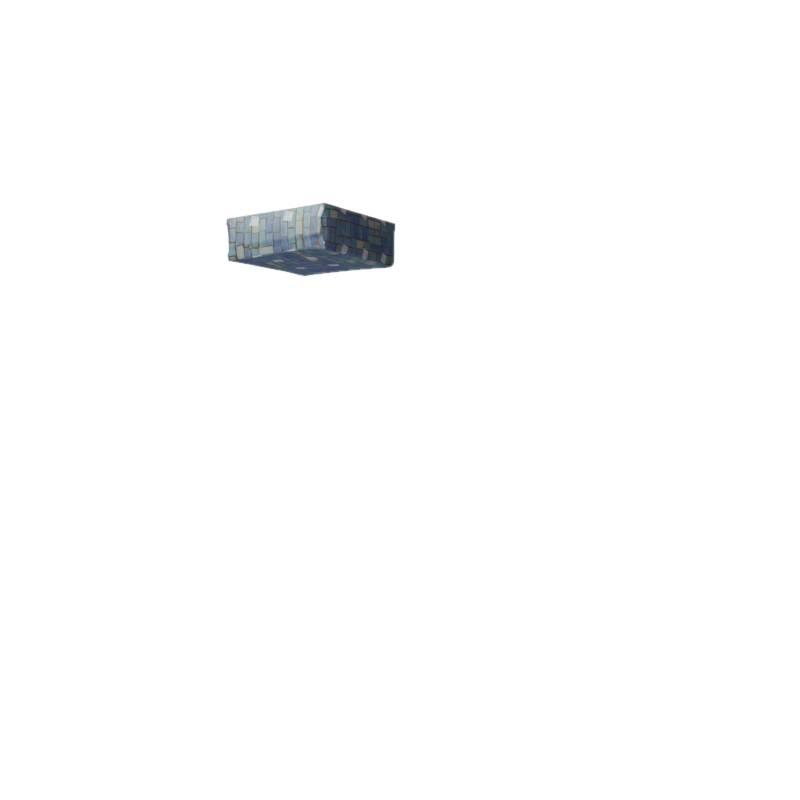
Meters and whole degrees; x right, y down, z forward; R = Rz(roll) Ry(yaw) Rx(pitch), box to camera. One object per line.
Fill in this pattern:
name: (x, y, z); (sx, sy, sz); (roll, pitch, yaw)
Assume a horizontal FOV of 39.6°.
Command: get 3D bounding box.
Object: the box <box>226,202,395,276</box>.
box: (-0.068, -0.124, 0.867); (0.092, 0.040, 0.108); (-3, -5, 30)
